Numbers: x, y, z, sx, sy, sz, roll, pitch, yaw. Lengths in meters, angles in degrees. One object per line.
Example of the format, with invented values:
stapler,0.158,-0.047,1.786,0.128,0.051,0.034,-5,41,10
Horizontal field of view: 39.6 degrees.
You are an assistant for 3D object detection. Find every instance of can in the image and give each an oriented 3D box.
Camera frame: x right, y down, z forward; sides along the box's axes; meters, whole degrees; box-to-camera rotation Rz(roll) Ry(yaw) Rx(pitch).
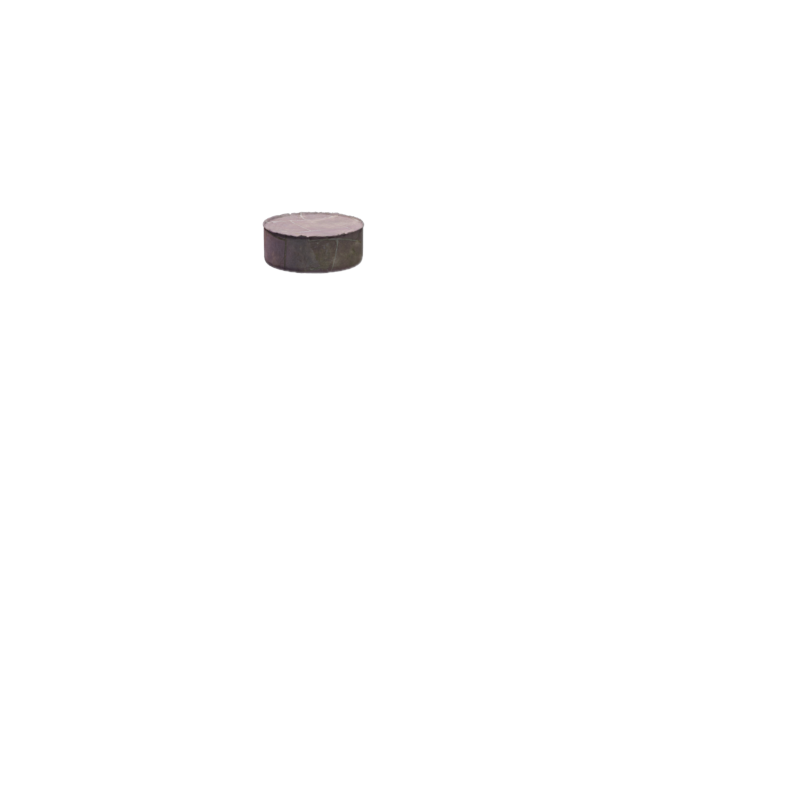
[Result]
can,-0.074,-0.134,0.939,0.086,0.032,0.090,-1,21,-2
